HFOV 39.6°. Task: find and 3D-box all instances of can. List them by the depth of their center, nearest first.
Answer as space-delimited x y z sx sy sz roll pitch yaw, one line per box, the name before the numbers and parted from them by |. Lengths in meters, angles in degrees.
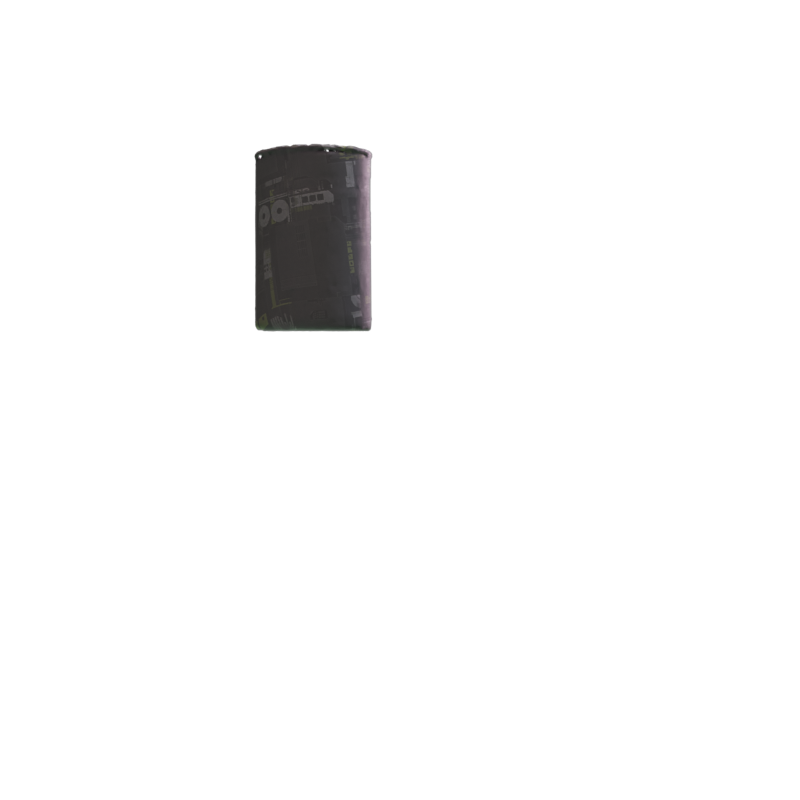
can | -0.050 -0.091 0.634 0.068 0.103 0.068 0 -3 -2
